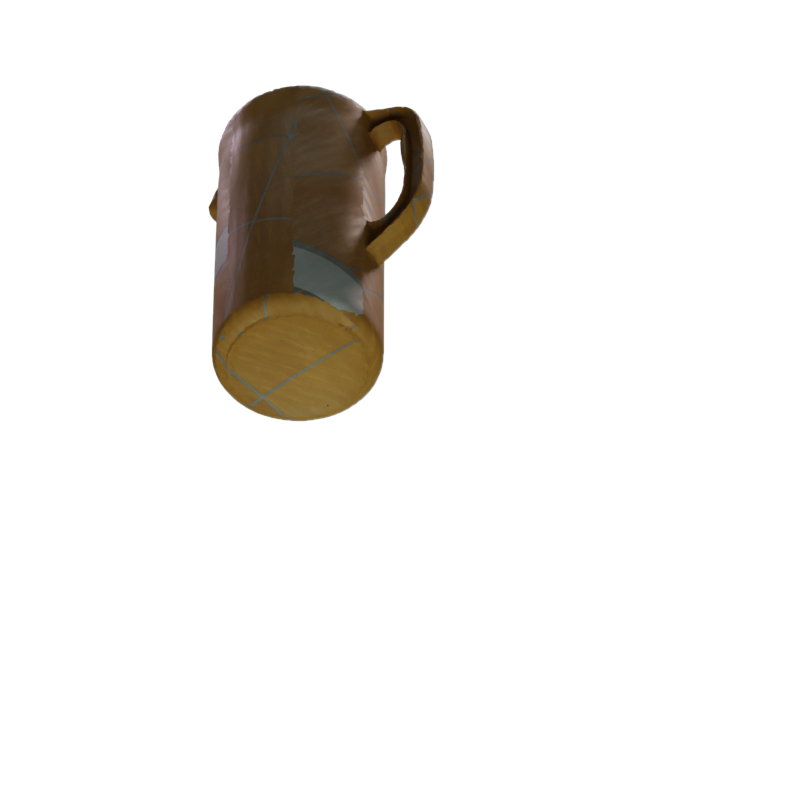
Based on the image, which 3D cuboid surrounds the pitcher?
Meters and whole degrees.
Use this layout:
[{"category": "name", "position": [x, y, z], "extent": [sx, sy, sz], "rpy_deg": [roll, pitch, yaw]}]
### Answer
[{"category": "pitcher", "position": [-0.061, -0.111, 0.775], "extent": [0.142, 0.142, 0.261], "rpy_deg": [11, 40, -13]}]
